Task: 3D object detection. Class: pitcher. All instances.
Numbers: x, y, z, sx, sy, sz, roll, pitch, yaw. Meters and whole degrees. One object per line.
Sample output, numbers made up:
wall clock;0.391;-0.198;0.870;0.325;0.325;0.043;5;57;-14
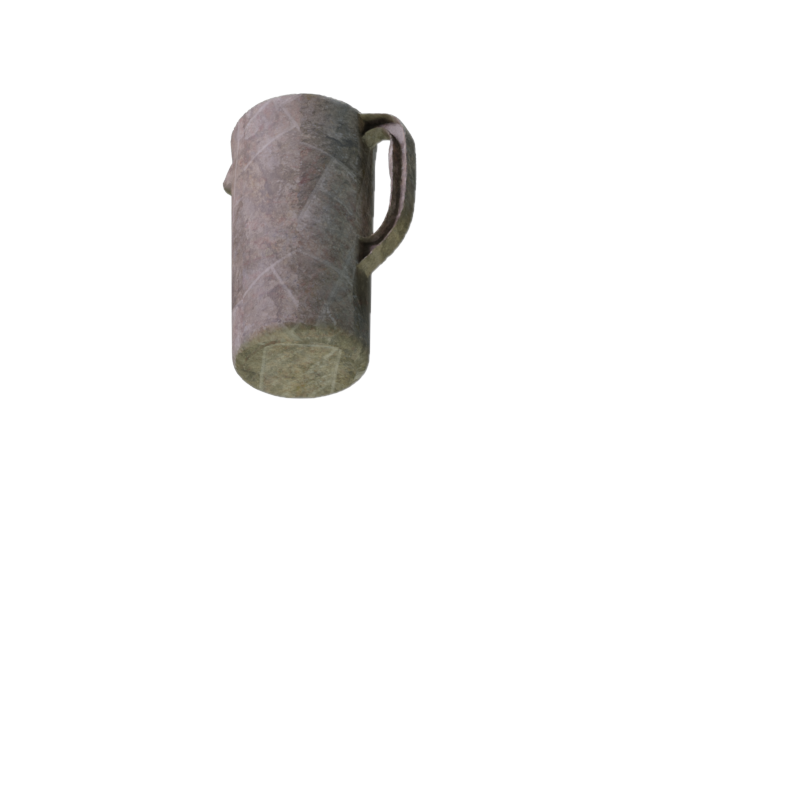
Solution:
pitcher;-0.072;-0.132;0.926;0.141;0.260;0.143;9;-36;-16
